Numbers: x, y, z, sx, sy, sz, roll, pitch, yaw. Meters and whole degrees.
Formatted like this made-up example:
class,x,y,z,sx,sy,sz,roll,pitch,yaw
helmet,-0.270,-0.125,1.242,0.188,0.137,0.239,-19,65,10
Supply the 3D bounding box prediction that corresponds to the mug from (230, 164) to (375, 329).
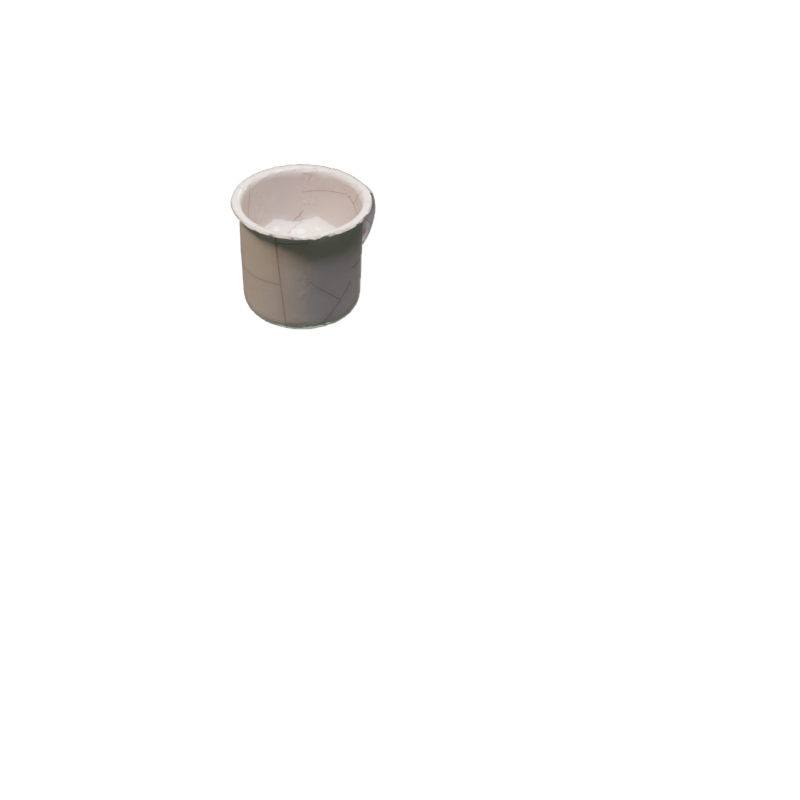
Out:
class,x,y,z,sx,sy,sz,roll,pitch,yaw
mug,-0.060,-0.109,0.760,0.099,0.076,0.118,27,45,29
